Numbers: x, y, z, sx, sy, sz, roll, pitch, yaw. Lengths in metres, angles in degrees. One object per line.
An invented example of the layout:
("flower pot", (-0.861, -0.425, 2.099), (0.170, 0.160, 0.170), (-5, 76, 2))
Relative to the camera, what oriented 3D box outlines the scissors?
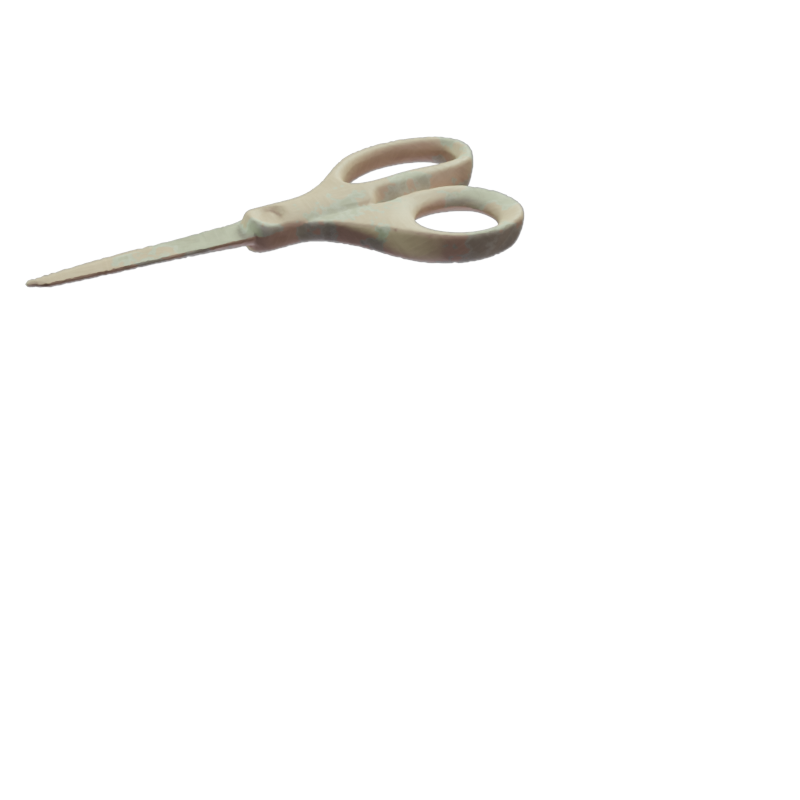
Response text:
("scissors", (-0.034, -0.062, 0.436), (0.201, 0.015, 0.103), (-30, 46, -33))
